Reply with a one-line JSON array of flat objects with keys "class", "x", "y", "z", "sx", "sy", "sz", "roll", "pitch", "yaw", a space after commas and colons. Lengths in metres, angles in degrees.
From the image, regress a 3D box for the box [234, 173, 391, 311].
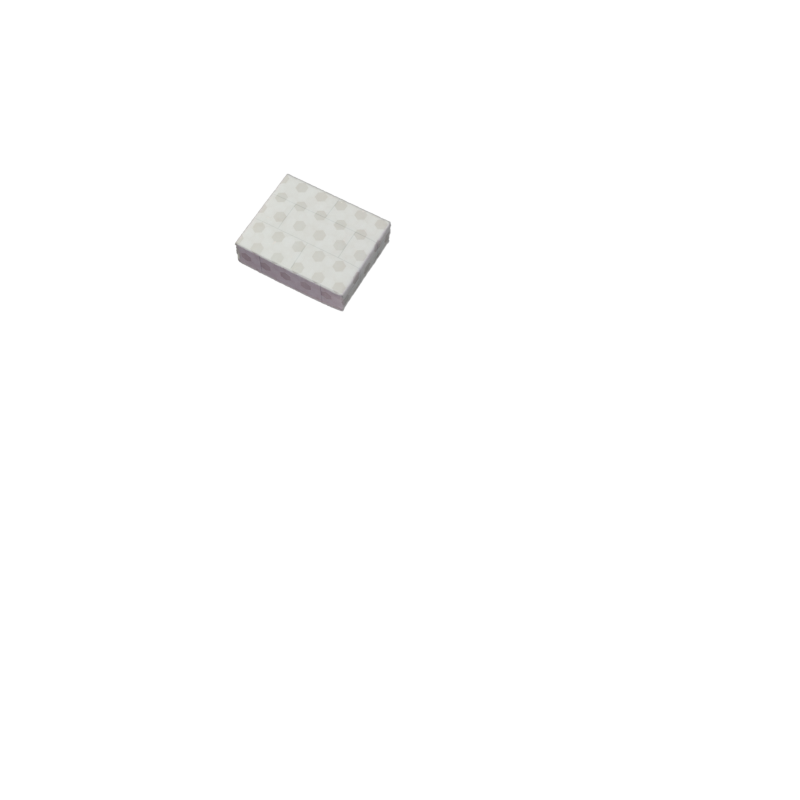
[{"class": "box", "x": -0.078, "y": -0.142, "z": 0.998, "sx": 0.117, "sy": 0.092, "sz": 0.037, "roll": 27, "pitch": -26, "yaw": 14}]
